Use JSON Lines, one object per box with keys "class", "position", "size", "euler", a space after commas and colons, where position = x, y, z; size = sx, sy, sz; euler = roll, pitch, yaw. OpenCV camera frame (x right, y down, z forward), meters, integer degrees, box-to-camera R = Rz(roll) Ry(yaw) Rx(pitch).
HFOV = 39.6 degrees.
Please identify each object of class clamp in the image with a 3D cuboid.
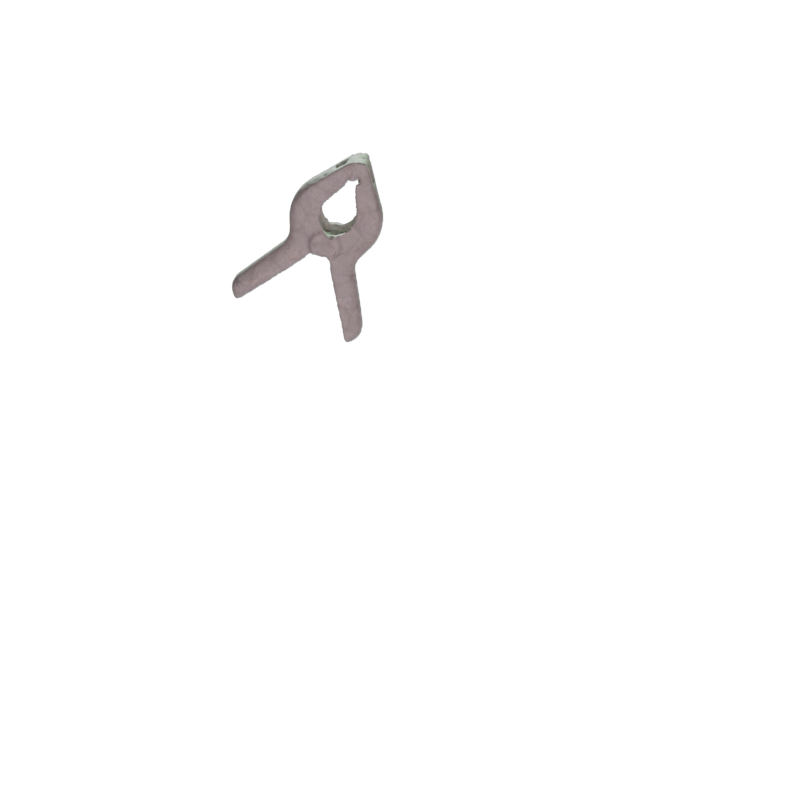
{"class": "clamp", "position": [-0.074, -0.136, 0.950], "size": [0.119, 0.164, 0.041], "euler": [13, 24, -6]}
